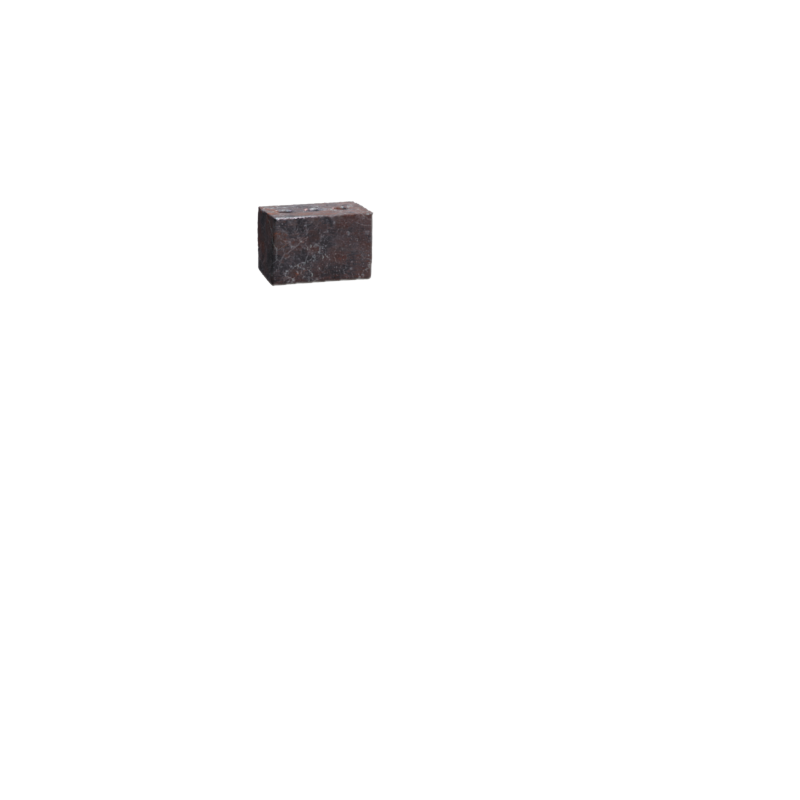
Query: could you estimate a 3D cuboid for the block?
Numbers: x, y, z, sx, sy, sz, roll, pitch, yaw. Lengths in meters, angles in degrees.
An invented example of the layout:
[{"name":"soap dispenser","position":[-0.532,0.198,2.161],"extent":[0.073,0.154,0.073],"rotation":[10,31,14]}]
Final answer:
[{"name":"block","position":[-0.065,-0.119,0.834],"extent":[0.076,0.049,0.056],"rotation":[-6,18,-17]}]
